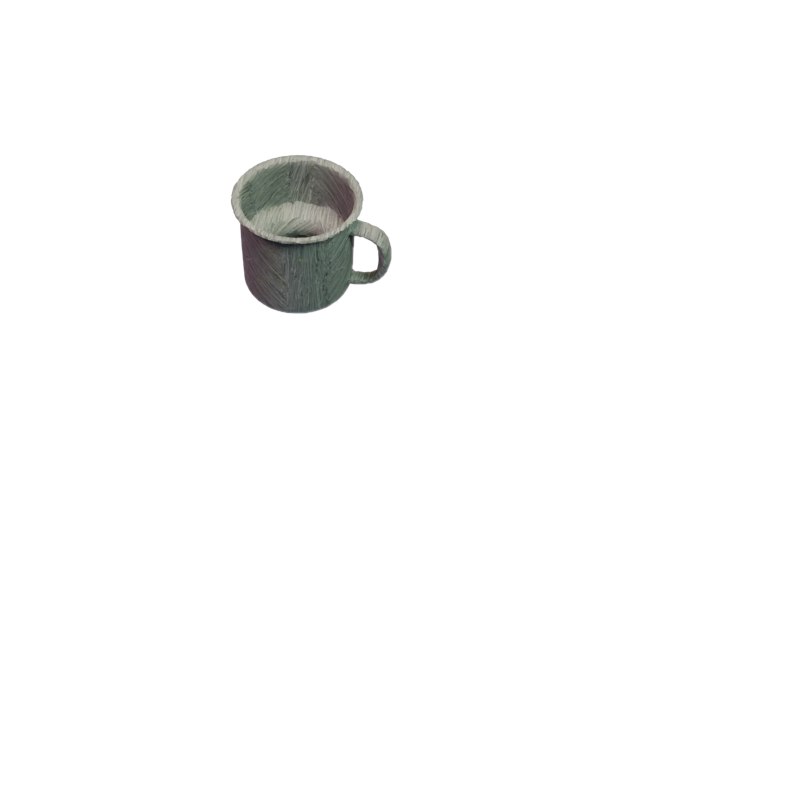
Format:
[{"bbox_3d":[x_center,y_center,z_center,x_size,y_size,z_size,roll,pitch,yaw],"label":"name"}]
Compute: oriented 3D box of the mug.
[{"bbox_3d":[-0.063,-0.114,0.801,0.120,0.098,0.076,13,-41,11],"label":"mug"}]
